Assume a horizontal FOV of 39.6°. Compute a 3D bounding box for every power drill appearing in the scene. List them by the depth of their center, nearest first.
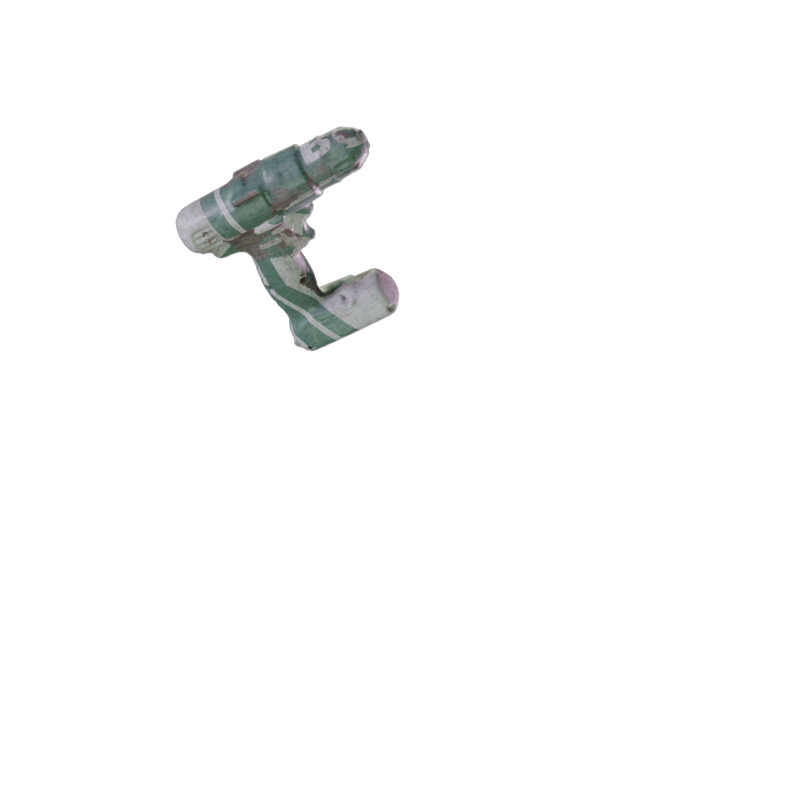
[{"bbox_3d":[-0.077,-0.140,0.980,0.185,0.174,0.061,-24,36,18],"label":"power drill"}]
